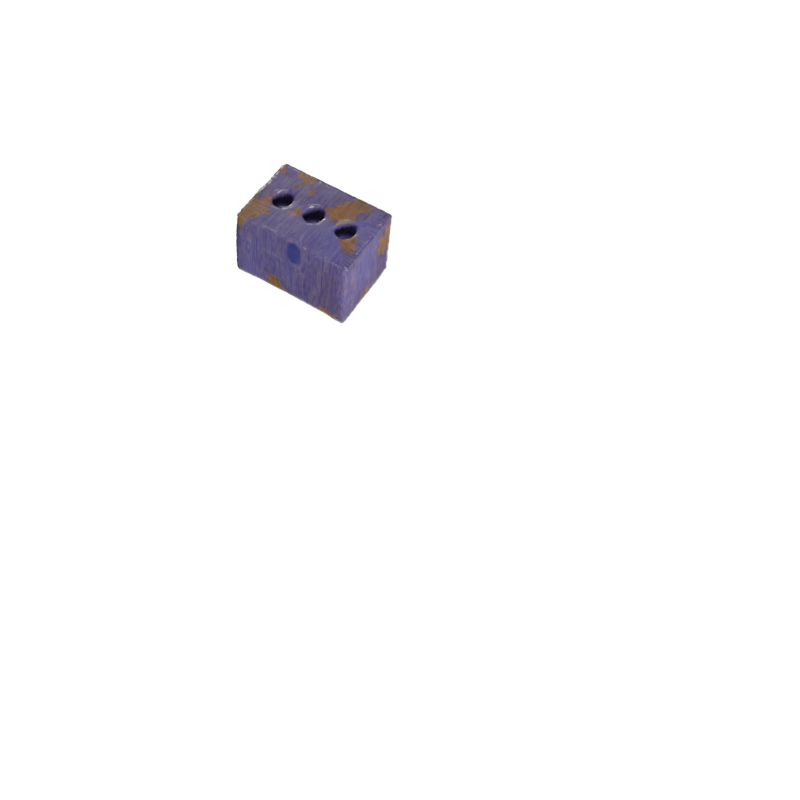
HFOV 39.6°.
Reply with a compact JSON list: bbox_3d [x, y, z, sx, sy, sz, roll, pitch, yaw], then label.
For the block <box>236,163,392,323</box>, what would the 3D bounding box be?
[{"bbox_3d":[-0.051,-0.094,0.656,0.081,0.054,0.048,27,-33,18],"label":"block"}]
